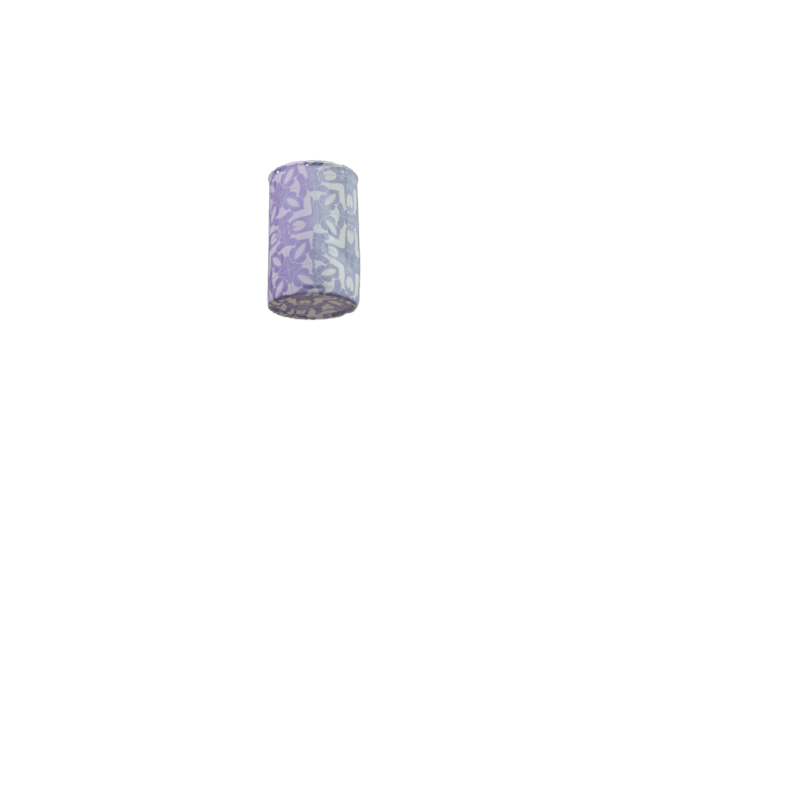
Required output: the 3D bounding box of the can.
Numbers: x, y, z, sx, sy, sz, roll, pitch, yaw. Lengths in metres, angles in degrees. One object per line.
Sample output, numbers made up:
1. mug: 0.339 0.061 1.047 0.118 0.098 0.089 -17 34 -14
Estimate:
1. can: -0.064 -0.117 0.818 0.068 0.107 0.066 0 -17 -2
